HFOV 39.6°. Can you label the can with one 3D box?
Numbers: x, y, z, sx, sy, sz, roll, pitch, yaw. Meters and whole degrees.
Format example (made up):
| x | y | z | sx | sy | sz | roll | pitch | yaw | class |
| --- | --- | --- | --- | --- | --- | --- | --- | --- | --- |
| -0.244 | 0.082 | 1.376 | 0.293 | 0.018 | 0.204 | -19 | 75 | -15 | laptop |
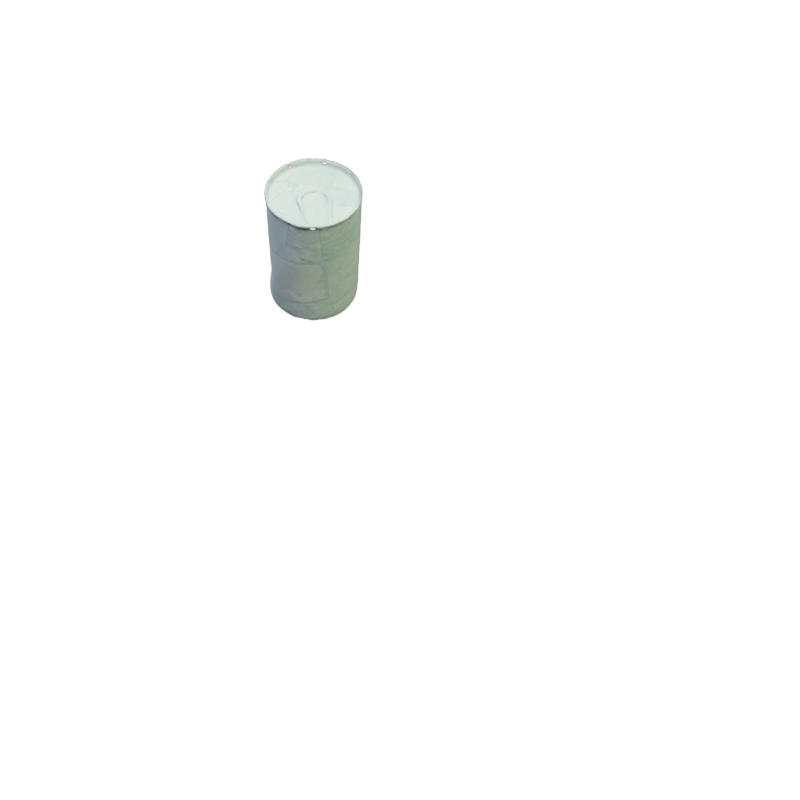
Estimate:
| x | y | z | sx | sy | sz | roll | pitch | yaw | class |
| --- | --- | --- | --- | --- | --- | --- | --- | --- | --- |
| -0.063 | -0.114 | 0.799 | 0.068 | 0.074 | 0.095 | 0 | -39 | -3 | can |
